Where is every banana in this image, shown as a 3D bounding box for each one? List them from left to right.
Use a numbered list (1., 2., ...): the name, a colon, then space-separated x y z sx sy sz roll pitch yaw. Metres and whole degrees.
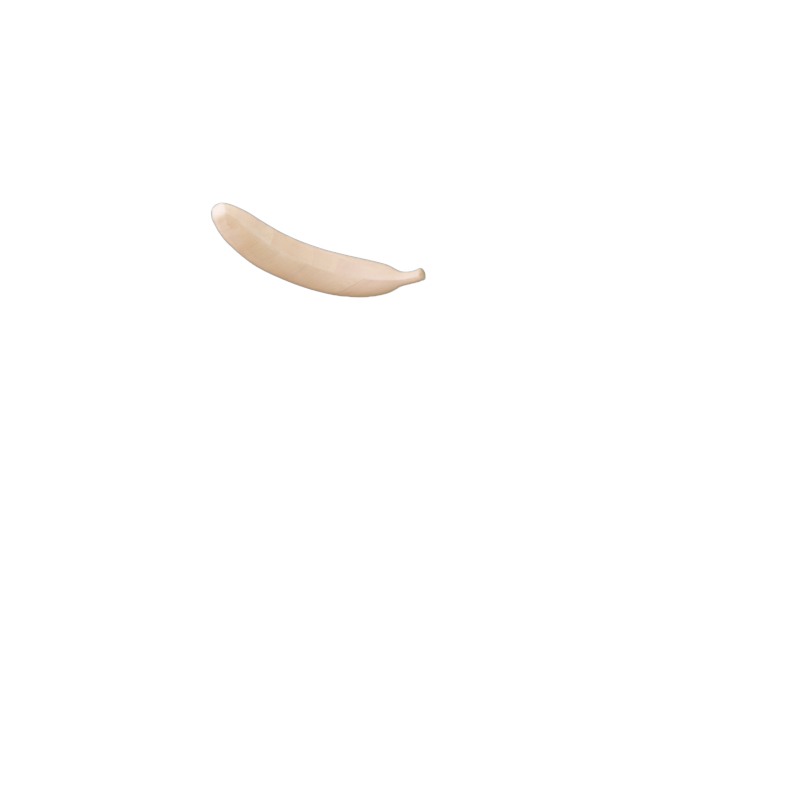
1. banana: -0.079 -0.126 0.962 0.191 0.039 0.067 14 -37 -20
